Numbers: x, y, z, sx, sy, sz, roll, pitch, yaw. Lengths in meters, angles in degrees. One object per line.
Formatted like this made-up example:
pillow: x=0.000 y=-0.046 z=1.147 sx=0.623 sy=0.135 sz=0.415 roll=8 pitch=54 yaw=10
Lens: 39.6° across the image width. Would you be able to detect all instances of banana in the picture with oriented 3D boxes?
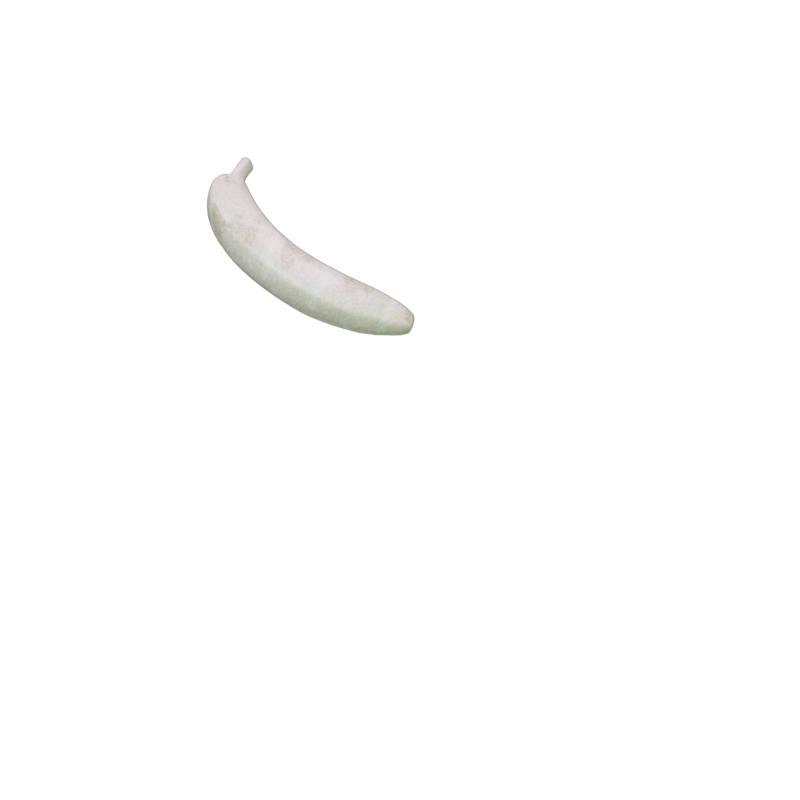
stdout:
banana: x=-0.077 y=-0.102 z=0.760 sx=0.070 sy=0.211 sz=0.034 roll=-32 pitch=-30 yaw=-21
